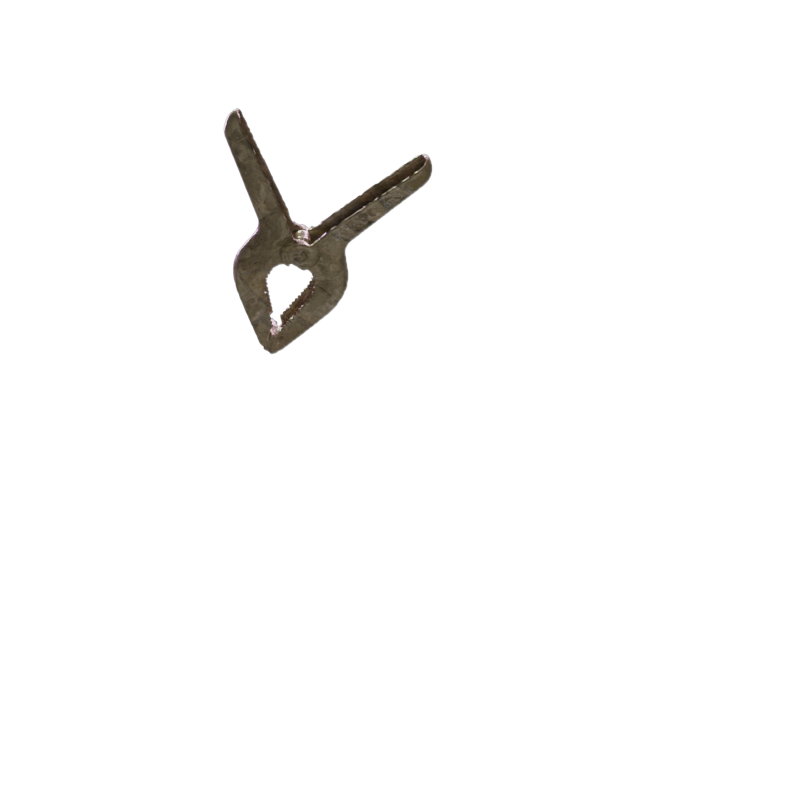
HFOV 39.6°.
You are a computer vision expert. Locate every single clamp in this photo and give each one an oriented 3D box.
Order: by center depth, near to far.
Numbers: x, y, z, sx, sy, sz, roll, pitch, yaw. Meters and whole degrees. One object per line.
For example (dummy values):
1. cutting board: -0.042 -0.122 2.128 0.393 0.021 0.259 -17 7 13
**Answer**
1. clamp: -0.070 -0.128 0.895 0.163 0.199 0.039 8 31 -5
